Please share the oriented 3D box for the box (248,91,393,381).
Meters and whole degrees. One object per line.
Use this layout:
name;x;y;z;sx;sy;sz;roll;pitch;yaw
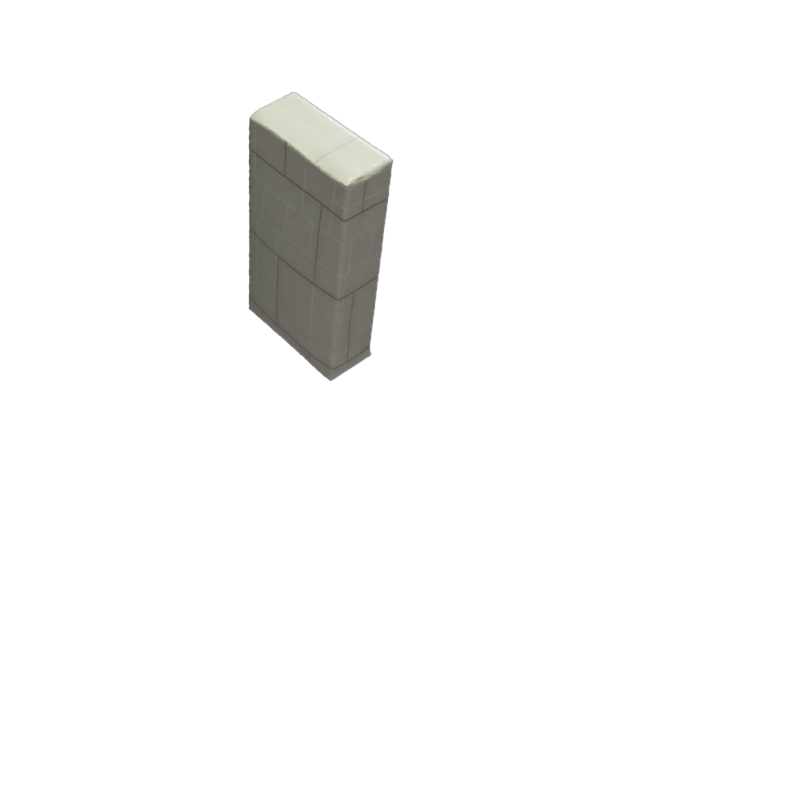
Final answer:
box;-0.057;-0.103;0.725;0.048;0.164;0.100;-33;58;-29
